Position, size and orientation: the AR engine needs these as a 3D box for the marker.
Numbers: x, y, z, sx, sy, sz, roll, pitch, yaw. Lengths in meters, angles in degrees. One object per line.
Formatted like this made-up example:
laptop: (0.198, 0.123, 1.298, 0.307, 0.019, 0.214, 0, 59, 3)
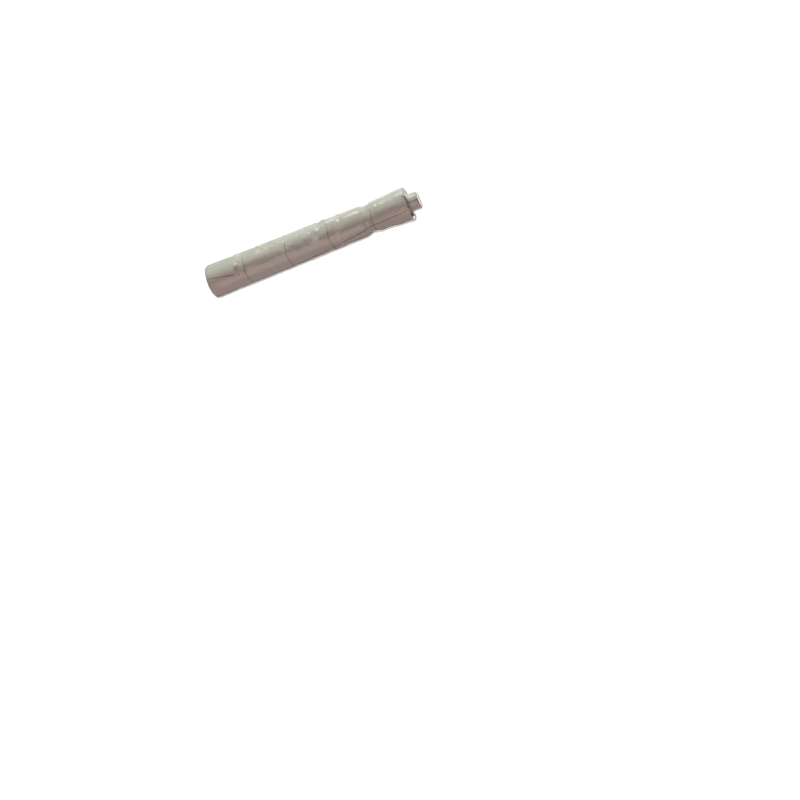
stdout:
marker: (-0.046, -0.083, 0.585, 0.121, 0.020, 0.019, -20, 0, 14)
